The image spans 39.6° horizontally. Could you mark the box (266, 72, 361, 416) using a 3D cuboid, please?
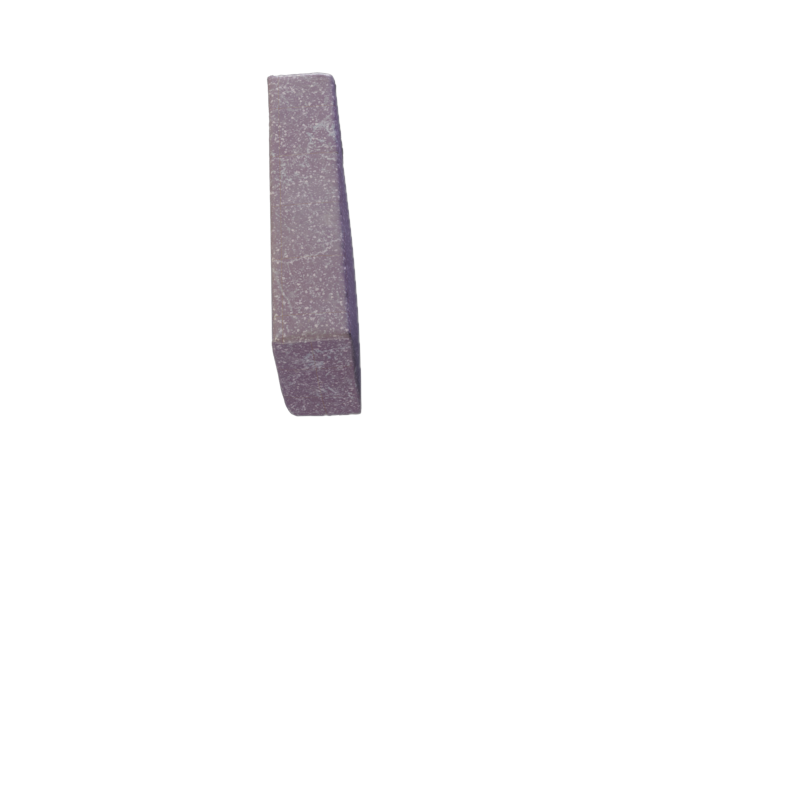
[{"bbox_3d":[-0.048,-0.089,0.623,0.048,0.188,0.087,-3,-30,1],"label":"box"}]
